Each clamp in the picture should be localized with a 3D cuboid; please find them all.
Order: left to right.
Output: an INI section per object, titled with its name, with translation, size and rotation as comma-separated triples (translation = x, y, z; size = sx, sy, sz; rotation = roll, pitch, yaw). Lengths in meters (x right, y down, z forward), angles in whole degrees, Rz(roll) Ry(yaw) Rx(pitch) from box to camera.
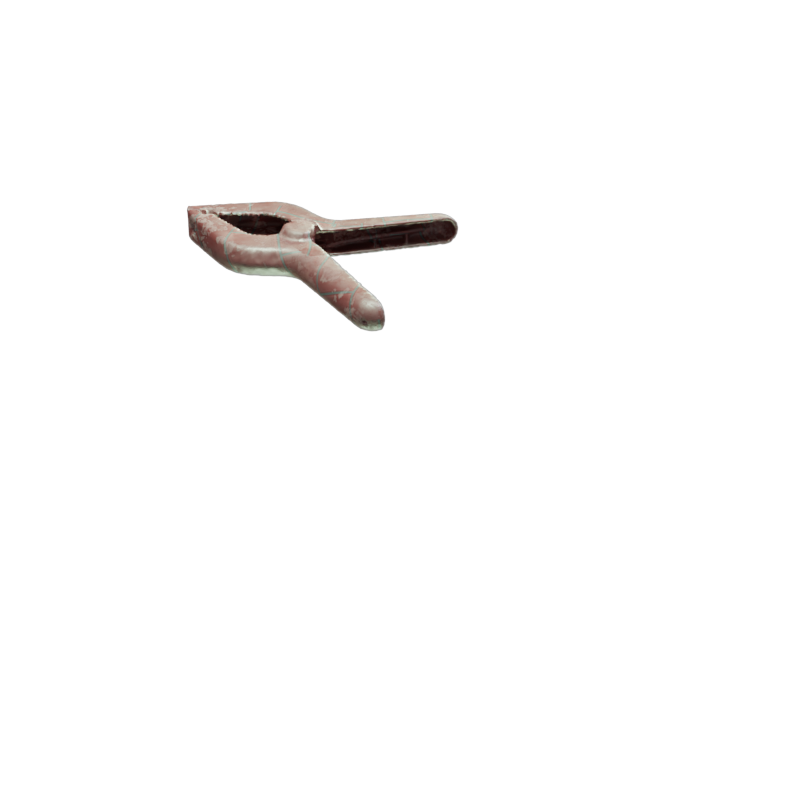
[clamp]
translation = -0.068, -0.123, 0.864
size = 0.220, 0.034, 0.167
rotation = 18, 37, 26
